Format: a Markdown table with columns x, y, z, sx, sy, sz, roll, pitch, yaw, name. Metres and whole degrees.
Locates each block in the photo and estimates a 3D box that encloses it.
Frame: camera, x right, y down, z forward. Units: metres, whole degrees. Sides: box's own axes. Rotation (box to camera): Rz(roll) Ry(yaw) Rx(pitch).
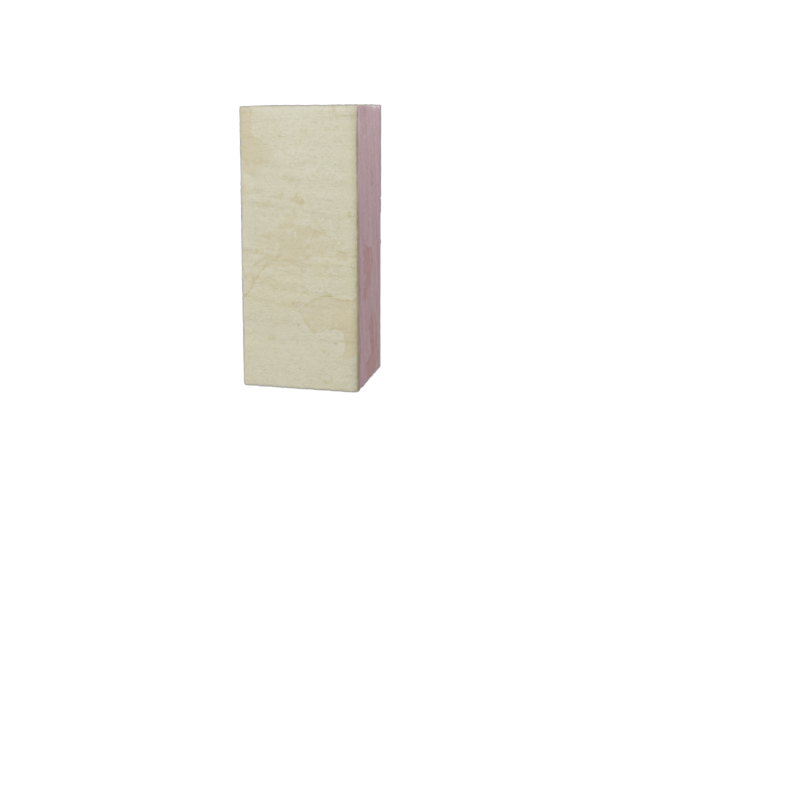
| x | y | z | sx | sy | sz | roll | pitch | yaw | name |
| --- | --- | --- | --- | --- | --- | --- | --- | --- | --- |
| -0.066 | -0.120 | 0.838 | 0.092 | 0.202 | 0.090 | 2 | 9 | 12 | block |
